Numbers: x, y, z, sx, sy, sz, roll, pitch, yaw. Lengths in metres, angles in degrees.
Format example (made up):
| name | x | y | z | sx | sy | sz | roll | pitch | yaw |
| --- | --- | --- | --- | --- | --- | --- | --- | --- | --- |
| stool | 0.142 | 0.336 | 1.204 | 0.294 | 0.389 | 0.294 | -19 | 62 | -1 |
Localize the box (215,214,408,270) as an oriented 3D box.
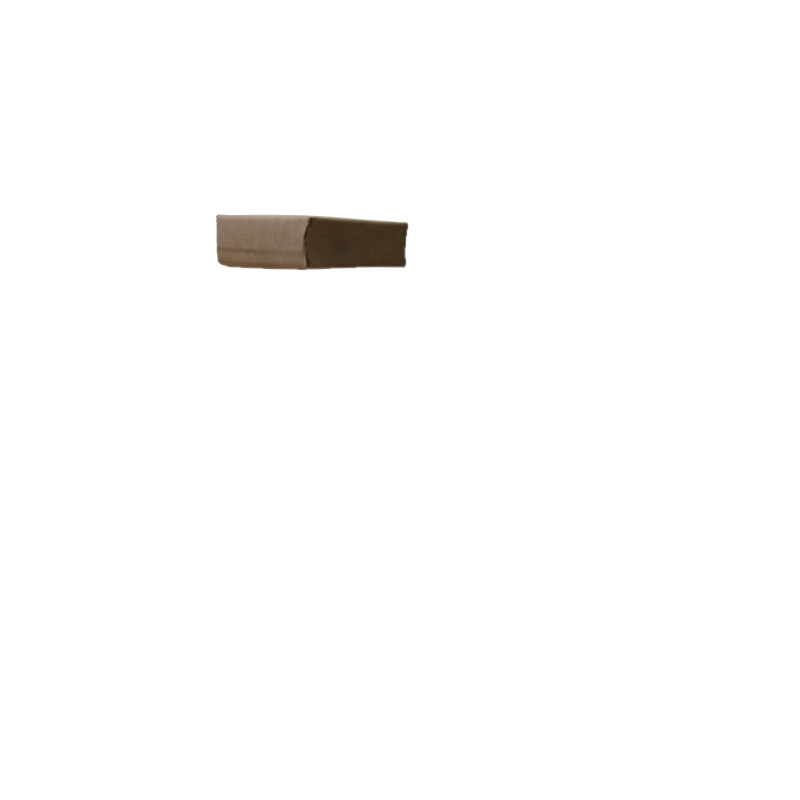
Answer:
| name | x | y | z | sx | sy | sz | roll | pitch | yaw |
| --- | --- | --- | --- | --- | --- | --- | --- | --- | --- |
| box | -0.062 | -0.113 | 0.795 | 0.094 | 0.038 | 0.110 | 6 | 10 | 38 |
